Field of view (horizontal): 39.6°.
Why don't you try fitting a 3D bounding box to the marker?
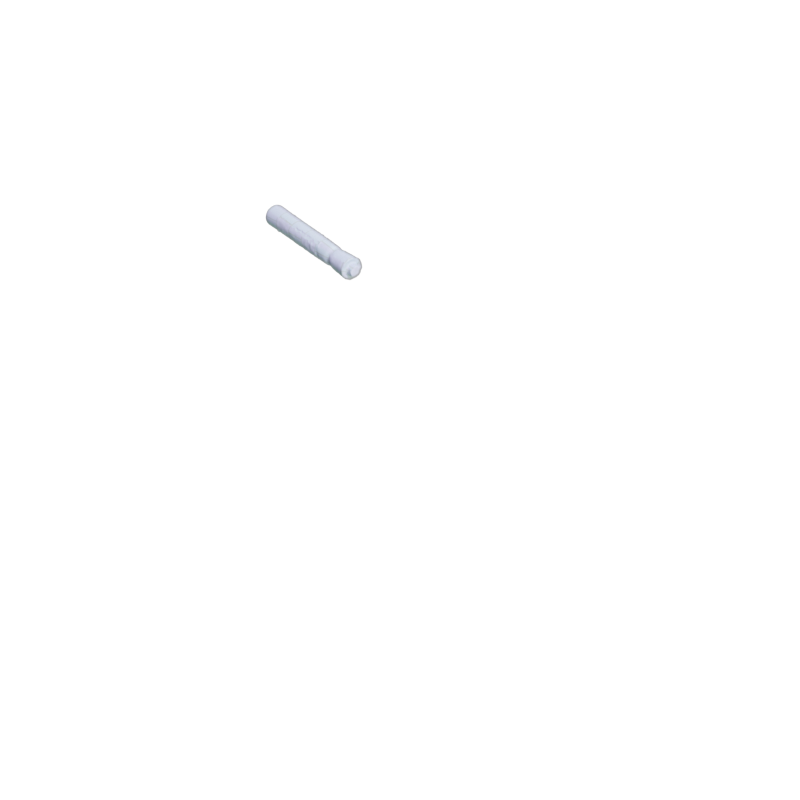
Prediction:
[{"bbox_3d":[-0.069,-0.126,0.884,0.019,0.019,0.130,-3,28,-37],"label":"marker"}]
